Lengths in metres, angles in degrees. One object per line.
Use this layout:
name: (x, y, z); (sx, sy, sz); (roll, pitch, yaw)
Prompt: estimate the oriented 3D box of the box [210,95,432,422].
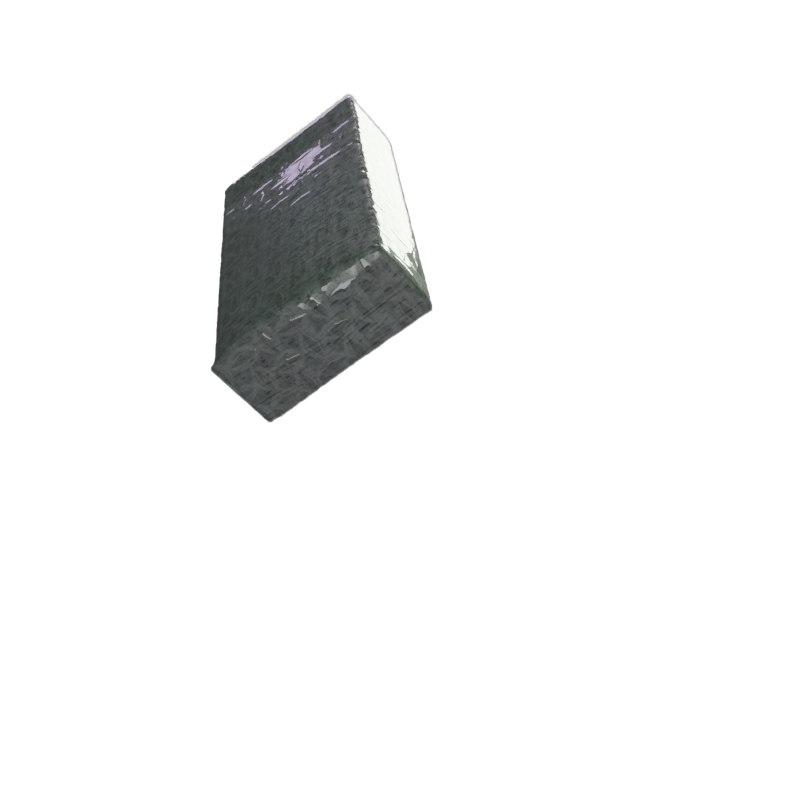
box: (-0.042, -0.077, 0.537); (0.093, 0.045, 0.188); (-34, 29, 16)
